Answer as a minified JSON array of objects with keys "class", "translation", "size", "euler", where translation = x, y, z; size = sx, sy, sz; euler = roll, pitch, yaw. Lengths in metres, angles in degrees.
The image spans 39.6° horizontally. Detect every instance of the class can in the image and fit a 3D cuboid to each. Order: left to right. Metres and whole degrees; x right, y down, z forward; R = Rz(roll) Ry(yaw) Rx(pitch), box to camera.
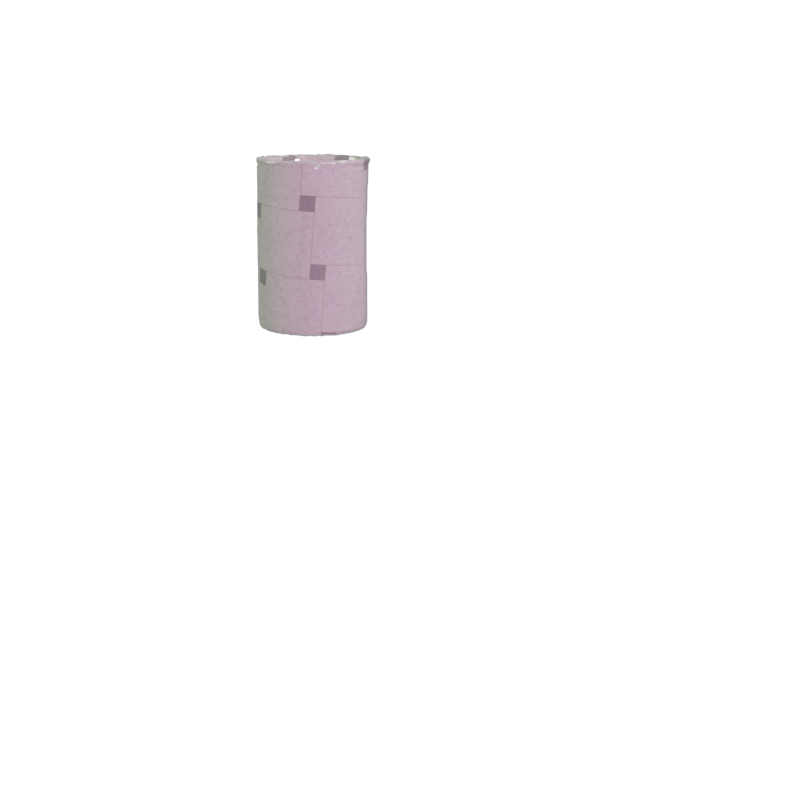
[{"class":"can","translation":[-0.052,-0.095,0.667],"size":[0.068,0.100,0.070],"euler":[0,11,-2]}]
